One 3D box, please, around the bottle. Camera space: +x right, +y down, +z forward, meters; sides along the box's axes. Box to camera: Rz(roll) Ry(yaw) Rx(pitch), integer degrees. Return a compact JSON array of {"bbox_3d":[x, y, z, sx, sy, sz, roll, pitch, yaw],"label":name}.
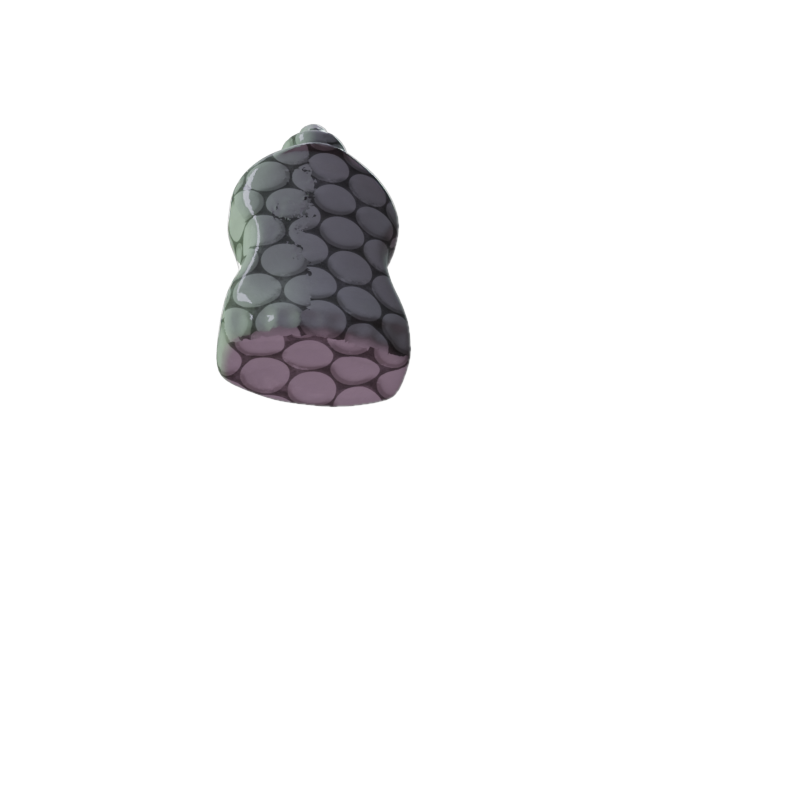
[{"bbox_3d":[-0.048,-0.088,0.614,0.095,0.206,0.055,5,-44,-9],"label":"bottle"}]
